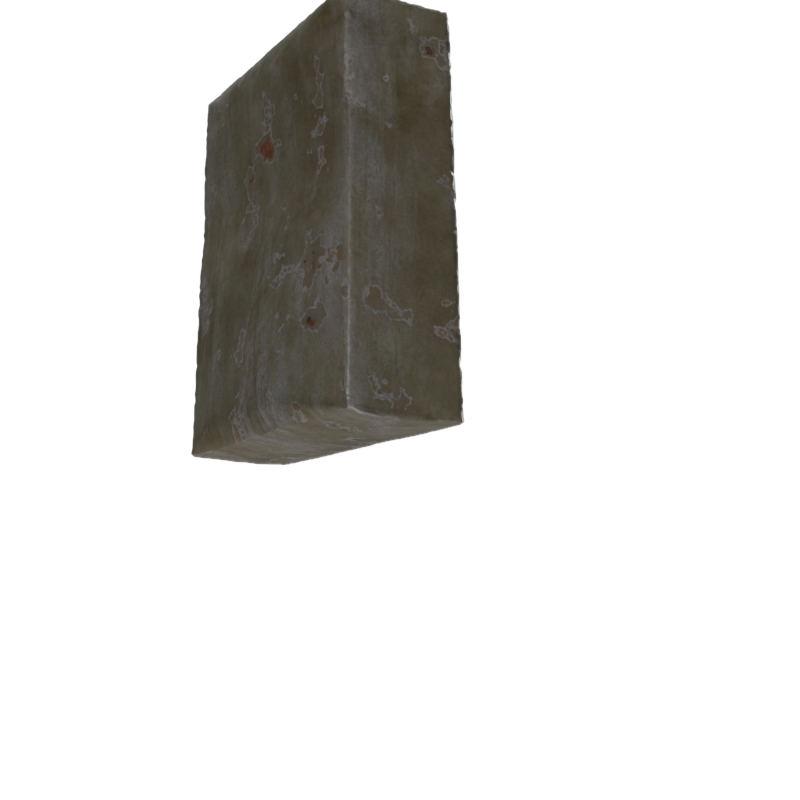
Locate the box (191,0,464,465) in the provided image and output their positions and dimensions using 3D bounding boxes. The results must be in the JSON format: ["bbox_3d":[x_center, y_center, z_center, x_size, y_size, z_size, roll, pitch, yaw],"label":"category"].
[{"bbox_3d":[-0.046,-0.083,0.582,0.069,0.223,0.165,10,-19,-33],"label":"box"}]
